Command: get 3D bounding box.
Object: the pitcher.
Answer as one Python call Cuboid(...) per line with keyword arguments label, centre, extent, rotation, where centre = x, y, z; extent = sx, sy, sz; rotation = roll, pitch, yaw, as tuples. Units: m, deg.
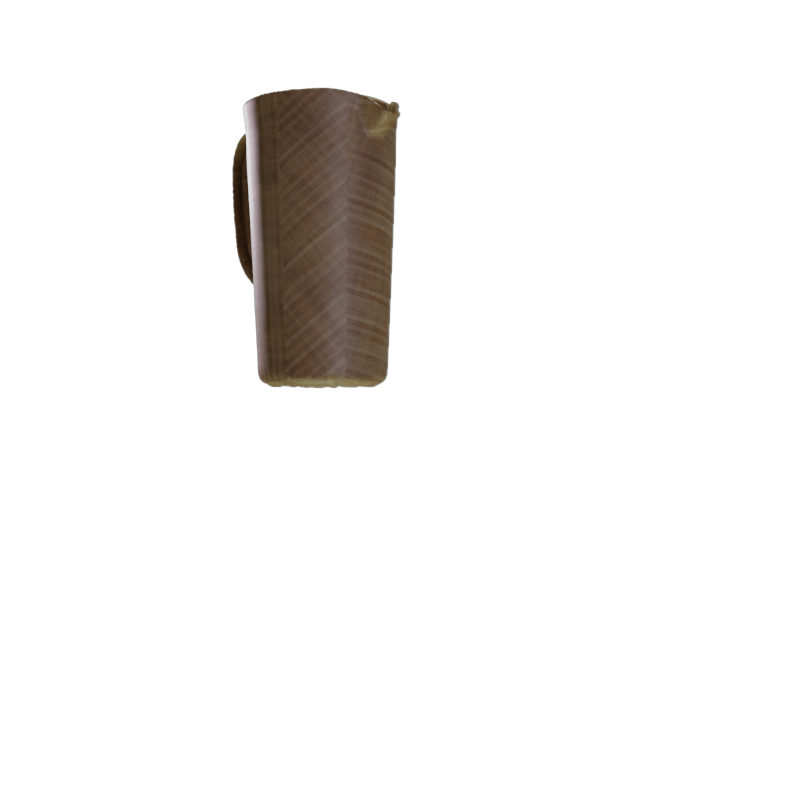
Cuboid(label="pitcher", centre=(-0.073, -0.134, 0.938), extent=(0.144, 0.246, 0.148), rotation=(0, -4, -3))
